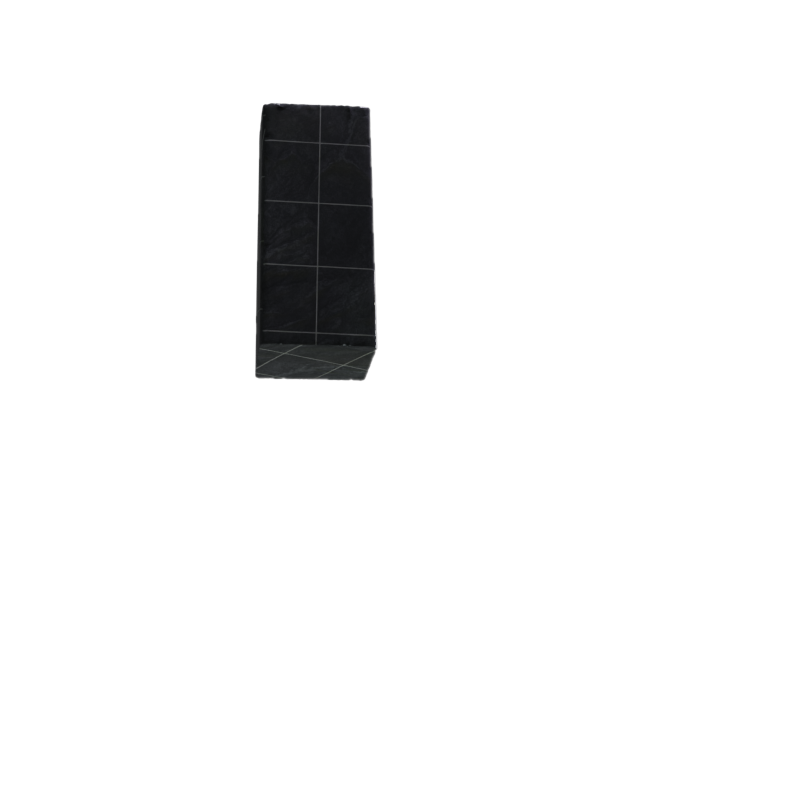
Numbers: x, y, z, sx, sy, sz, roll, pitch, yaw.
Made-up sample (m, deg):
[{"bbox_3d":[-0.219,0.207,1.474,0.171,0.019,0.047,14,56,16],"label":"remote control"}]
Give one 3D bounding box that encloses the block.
[{"bbox_3d":[-0.071,-0.129,0.899,0.090,0.217,0.086,1,-22,-7],"label":"block"}]
